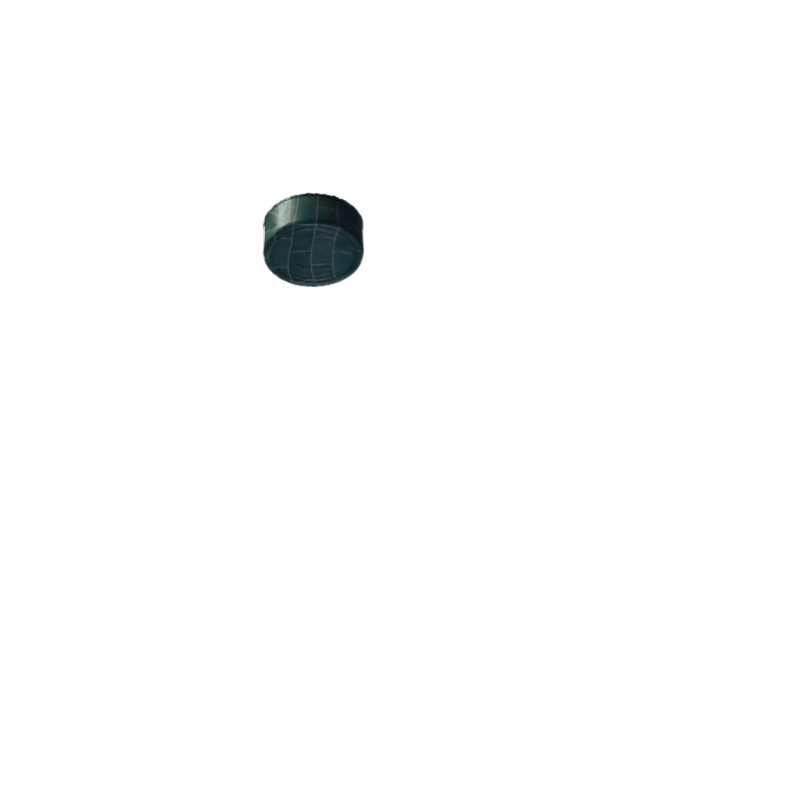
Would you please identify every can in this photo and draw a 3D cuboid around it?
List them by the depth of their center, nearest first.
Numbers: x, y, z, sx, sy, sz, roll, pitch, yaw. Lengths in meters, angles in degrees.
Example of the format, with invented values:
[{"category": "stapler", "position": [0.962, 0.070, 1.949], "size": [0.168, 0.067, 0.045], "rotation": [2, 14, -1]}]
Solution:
[{"category": "can", "position": [-0.073, -0.133, 0.928], "size": [0.086, 0.036, 0.080], "rotation": [1, -36, -2]}]
